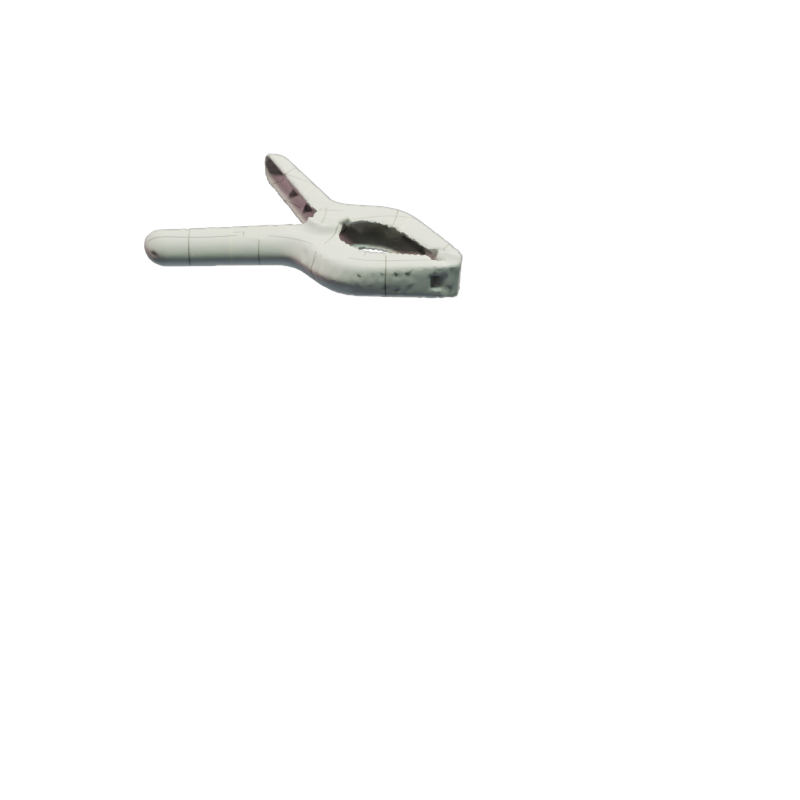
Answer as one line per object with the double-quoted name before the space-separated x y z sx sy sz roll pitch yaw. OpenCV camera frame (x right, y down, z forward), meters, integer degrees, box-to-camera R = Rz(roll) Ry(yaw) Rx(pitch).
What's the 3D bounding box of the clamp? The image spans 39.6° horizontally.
"clamp" -0.060 -0.110 0.769 0.222 0.034 0.166 23 42 28
